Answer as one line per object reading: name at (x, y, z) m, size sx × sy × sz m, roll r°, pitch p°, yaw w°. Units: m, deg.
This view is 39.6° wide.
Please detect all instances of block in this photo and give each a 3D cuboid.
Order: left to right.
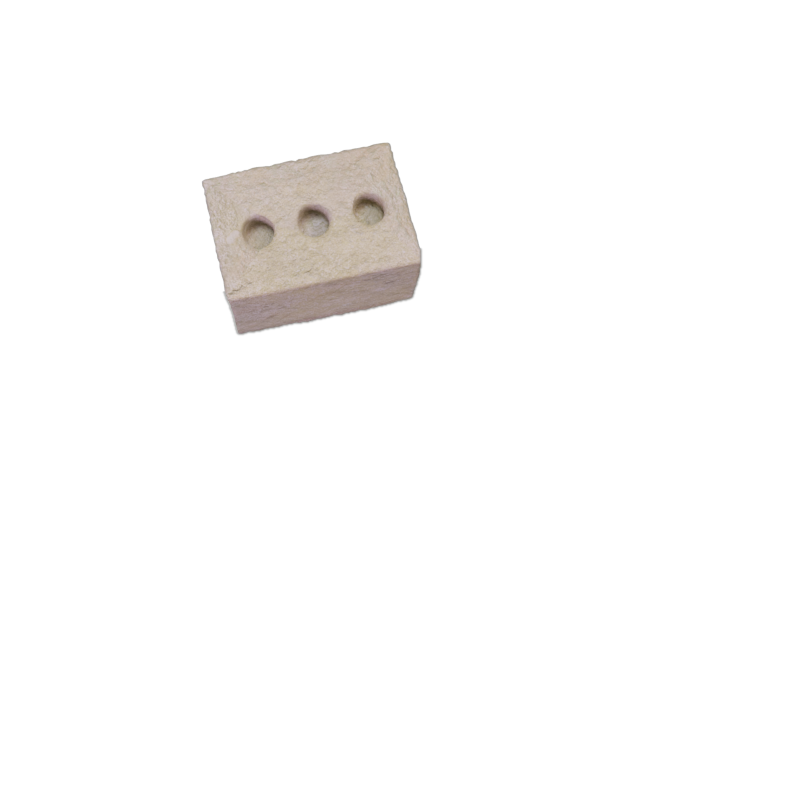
block at (-0.035, -0.064, 0.447) m, size 0.078 × 0.055 × 0.049 m, roll -13°, pitch -16°, yaw -5°
